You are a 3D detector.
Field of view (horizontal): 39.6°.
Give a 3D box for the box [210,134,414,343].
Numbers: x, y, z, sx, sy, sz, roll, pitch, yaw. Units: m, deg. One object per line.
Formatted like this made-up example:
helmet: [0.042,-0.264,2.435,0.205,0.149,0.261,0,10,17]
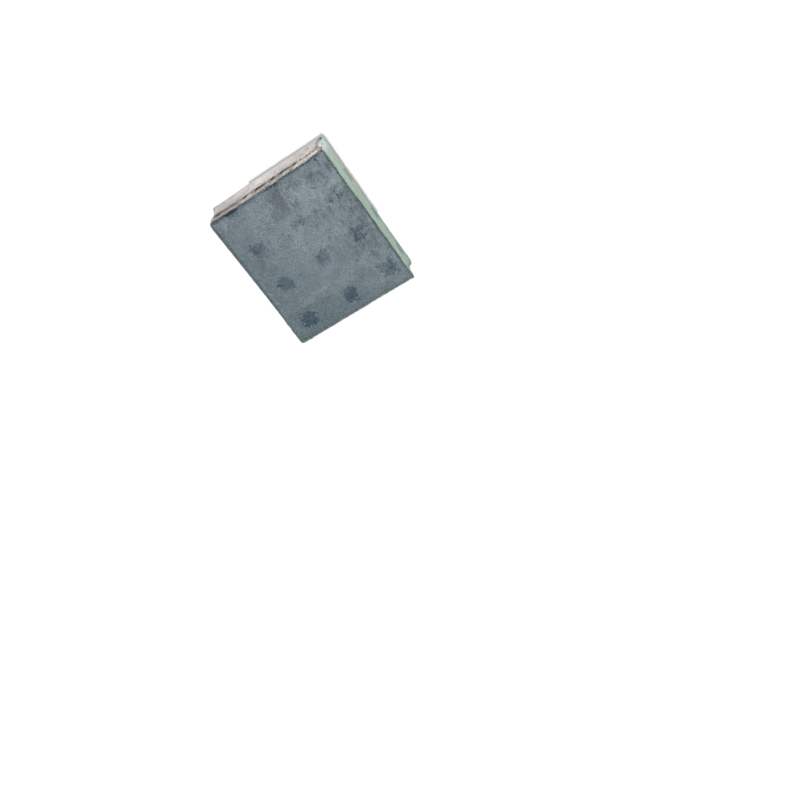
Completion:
box: [-0.046,-0.085,0.595,0.073,0.085,0.032,-32,21,13]
